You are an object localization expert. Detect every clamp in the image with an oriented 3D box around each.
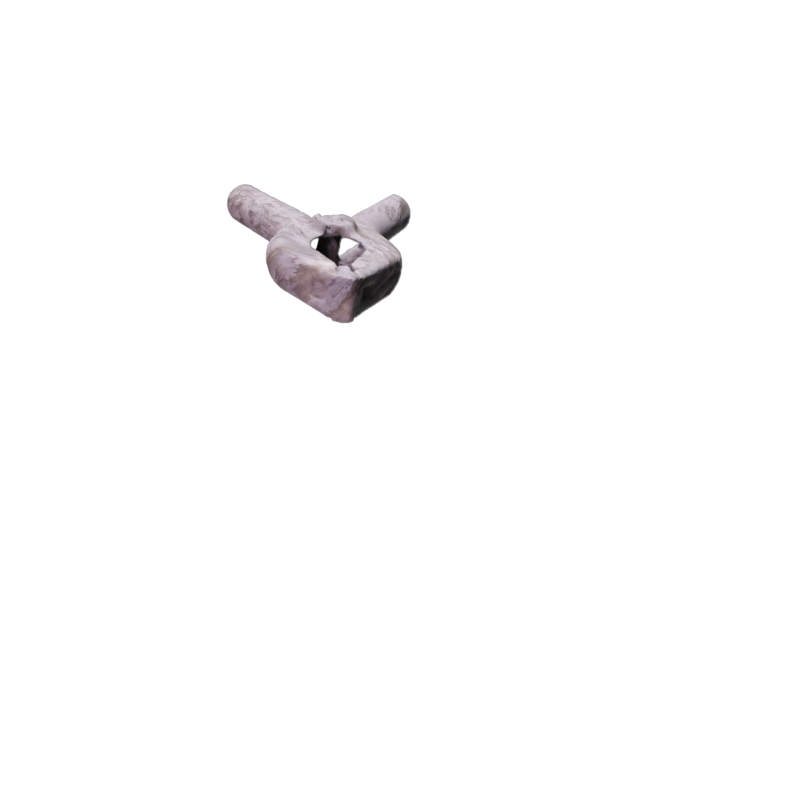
[{"bbox_3d":[-0.052,-0.096,0.670,0.120,0.037,0.179,0,24,1],"label":"clamp"}]
